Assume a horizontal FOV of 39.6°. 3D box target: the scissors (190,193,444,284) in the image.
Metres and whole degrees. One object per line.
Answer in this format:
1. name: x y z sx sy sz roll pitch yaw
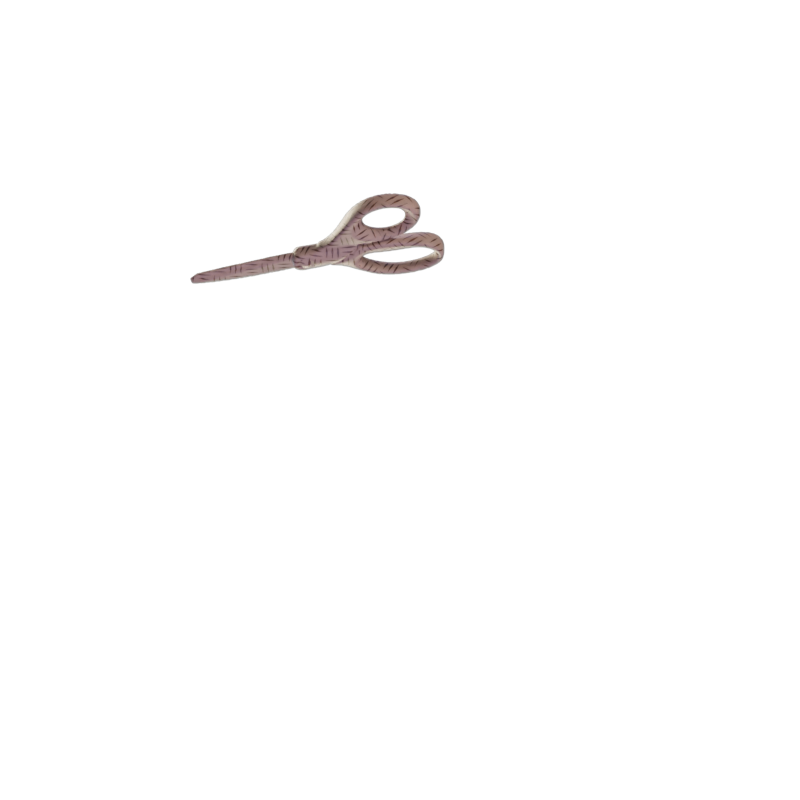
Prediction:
1. scissors: -0.067 -0.122 0.851 0.202 0.017 0.090 -1 -34 2
